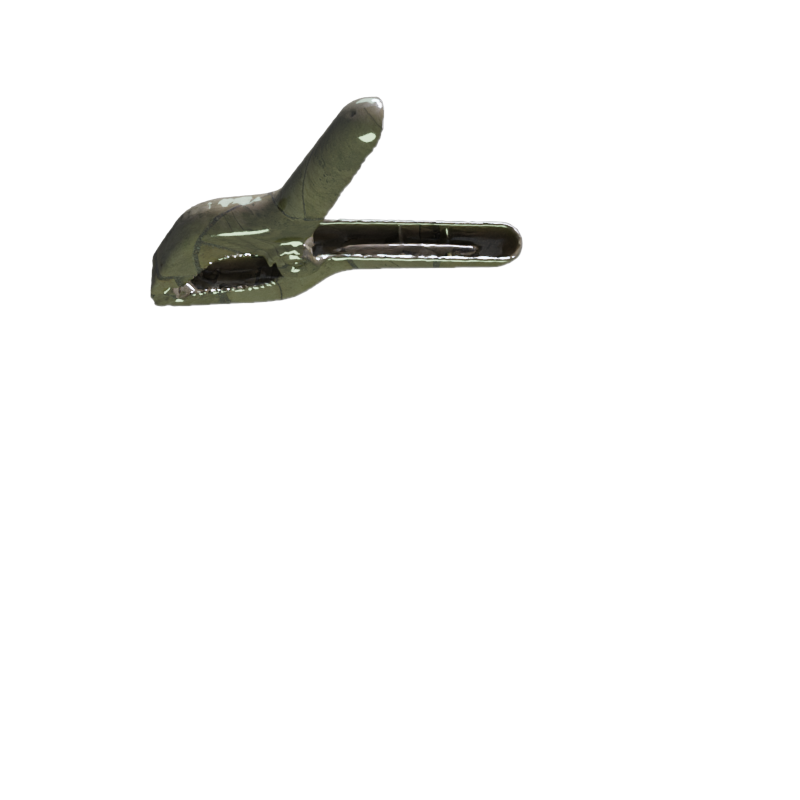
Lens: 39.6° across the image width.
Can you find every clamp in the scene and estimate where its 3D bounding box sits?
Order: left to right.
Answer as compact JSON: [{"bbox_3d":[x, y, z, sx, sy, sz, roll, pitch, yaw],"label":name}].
[{"bbox_3d":[-0.048,-0.088,0.614,0.212,0.038,0.154,-17,-28,35],"label":"clamp"}]
